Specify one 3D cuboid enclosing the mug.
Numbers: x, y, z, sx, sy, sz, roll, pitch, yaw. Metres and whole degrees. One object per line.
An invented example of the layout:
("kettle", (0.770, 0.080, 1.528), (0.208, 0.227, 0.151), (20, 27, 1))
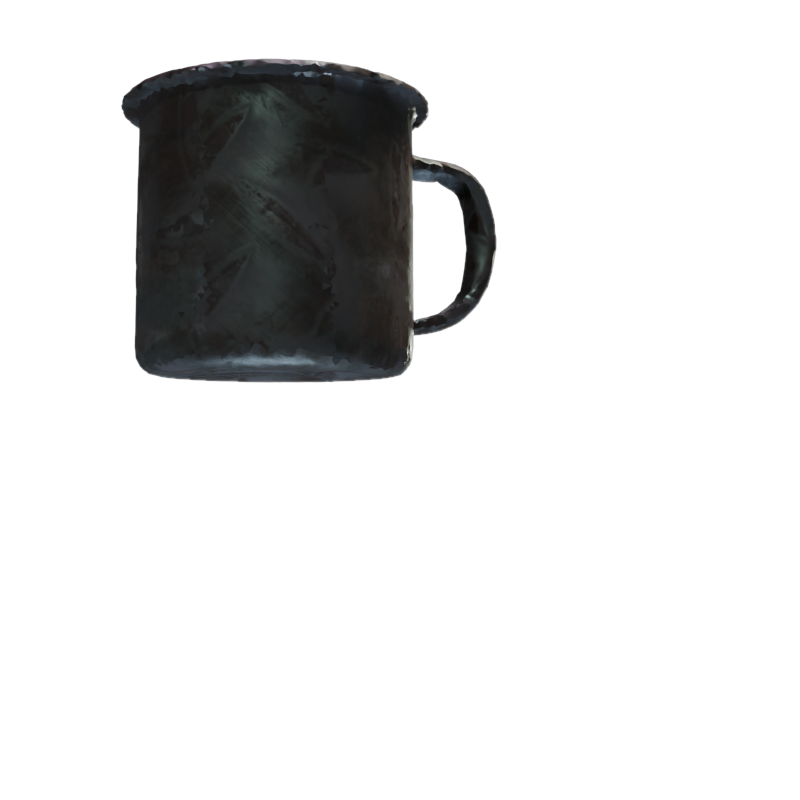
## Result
("mug", (-0.026, -0.048, 0.335), (0.114, 0.083, 0.094), (2, -6, -20))
